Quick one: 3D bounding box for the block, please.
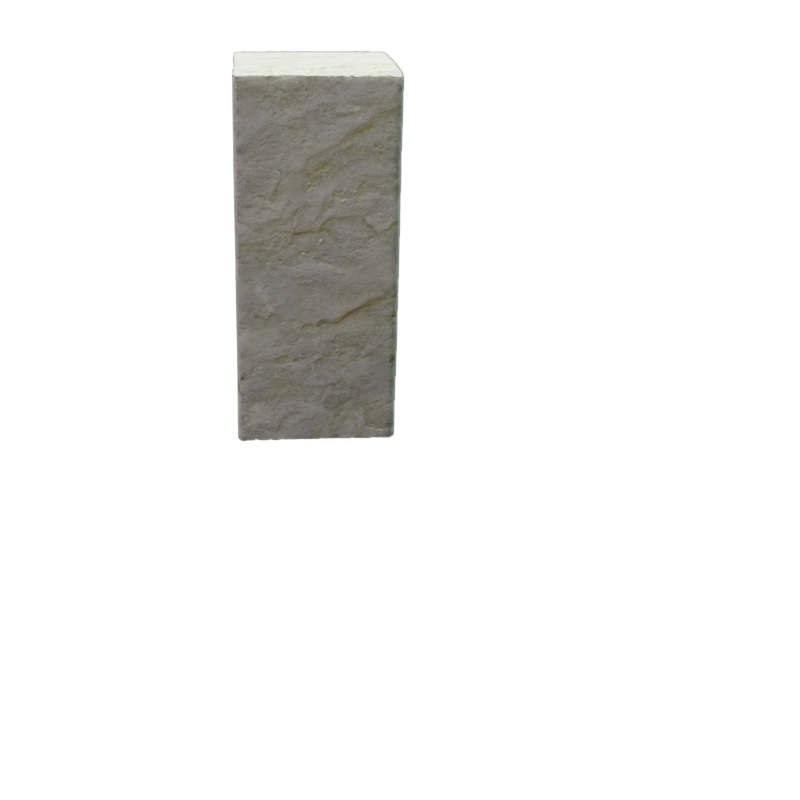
[{"bbox_3d":[-0.050,-0.091,0.635,0.090,0.197,0.095,-1,20,-6],"label":"block"}]
